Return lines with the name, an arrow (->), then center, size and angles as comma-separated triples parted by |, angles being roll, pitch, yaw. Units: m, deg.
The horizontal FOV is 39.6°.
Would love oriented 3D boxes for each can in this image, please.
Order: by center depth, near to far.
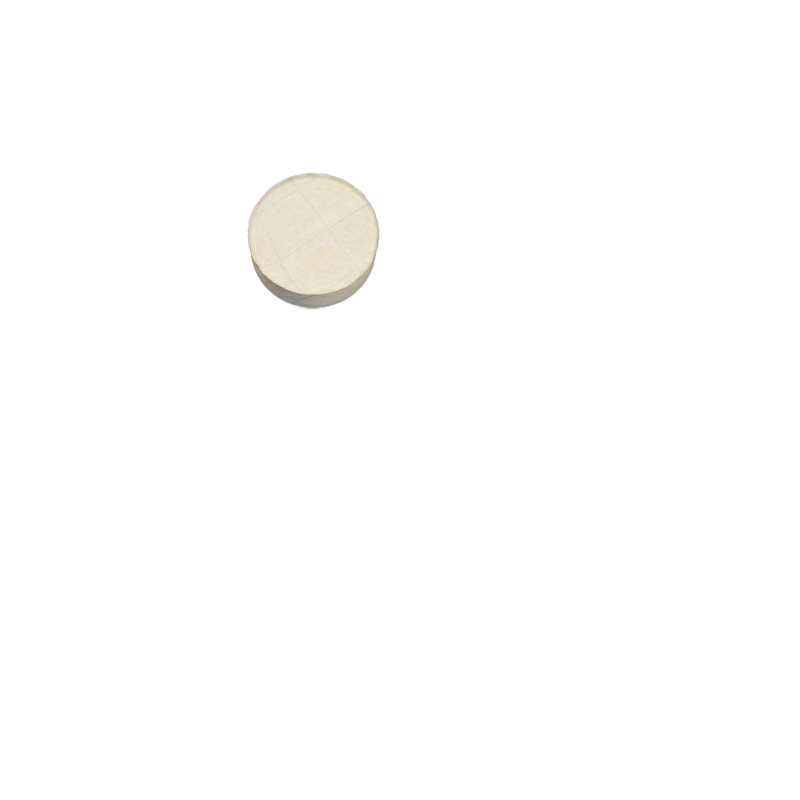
can -> -0.058, -0.105, 0.735 | 0.086, 0.090, 0.032 | -1, -20, -1
